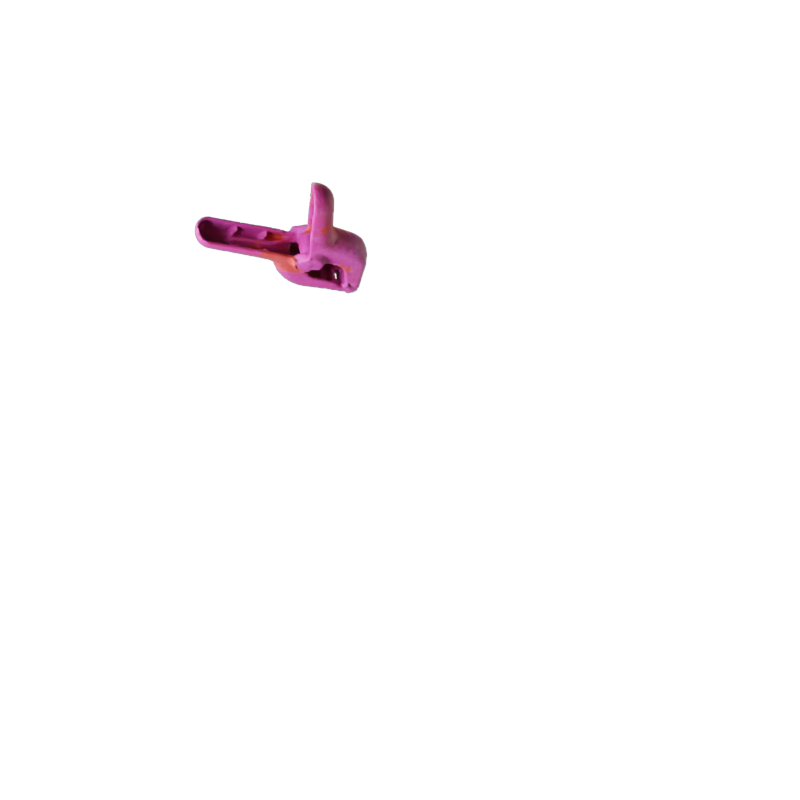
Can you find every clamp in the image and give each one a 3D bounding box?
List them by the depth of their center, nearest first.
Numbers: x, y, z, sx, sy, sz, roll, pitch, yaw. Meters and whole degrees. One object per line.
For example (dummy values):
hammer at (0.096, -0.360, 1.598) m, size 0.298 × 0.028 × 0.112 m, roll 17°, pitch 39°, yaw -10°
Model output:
clamp at (-0.071, -0.130, 0.912) m, size 0.123 × 0.041 × 0.161 m, roll -9°, pitch -16°, yaw 35°
